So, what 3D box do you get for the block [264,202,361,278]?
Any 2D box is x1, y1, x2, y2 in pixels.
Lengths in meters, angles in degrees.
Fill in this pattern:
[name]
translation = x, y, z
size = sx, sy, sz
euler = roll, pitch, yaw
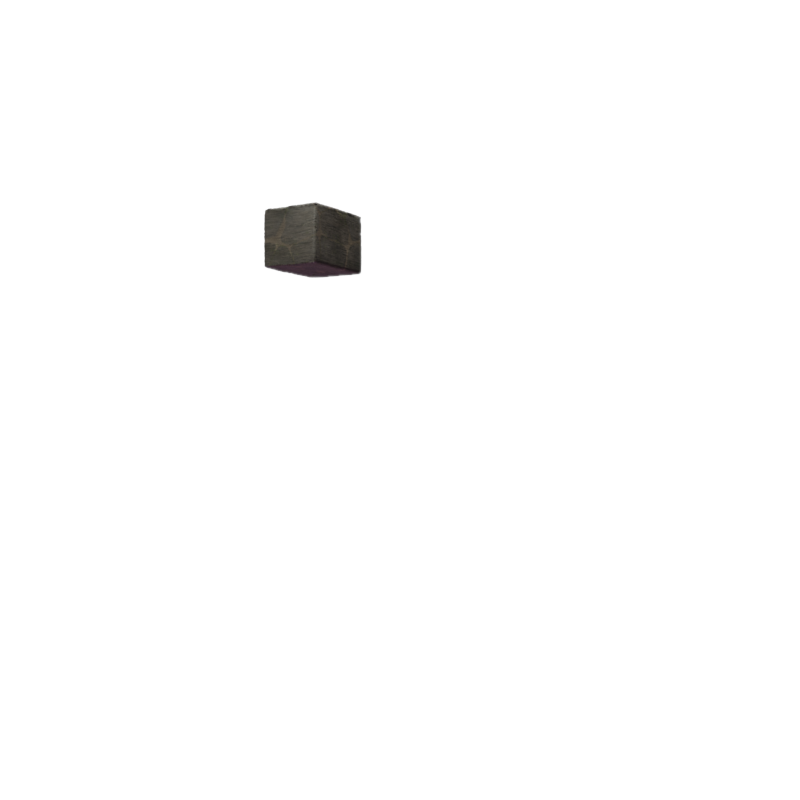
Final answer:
[block]
translation = -0.074, -0.135, 0.948
size = 0.054, 0.052, 0.074
euler = -3, -5, 29
